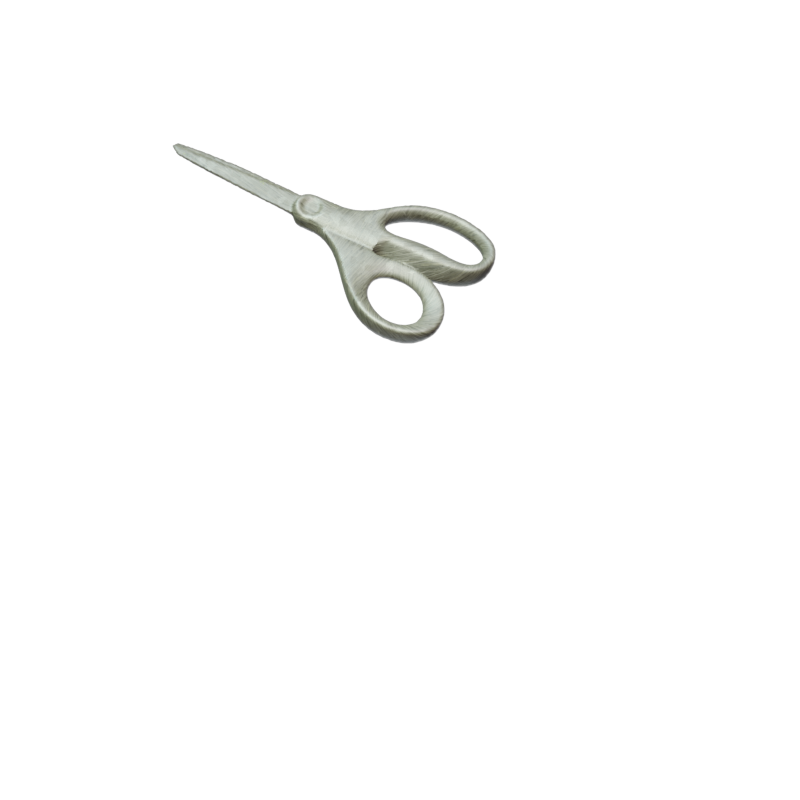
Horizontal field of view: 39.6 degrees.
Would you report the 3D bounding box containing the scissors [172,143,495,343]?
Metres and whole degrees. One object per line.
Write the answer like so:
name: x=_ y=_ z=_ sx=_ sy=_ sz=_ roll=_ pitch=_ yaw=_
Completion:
scissors: x=-0.049 y=-0.089 z=0.627 sx=0.205 sy=0.101 sz=0.015 roll=14 pitch=-32 yaw=9
